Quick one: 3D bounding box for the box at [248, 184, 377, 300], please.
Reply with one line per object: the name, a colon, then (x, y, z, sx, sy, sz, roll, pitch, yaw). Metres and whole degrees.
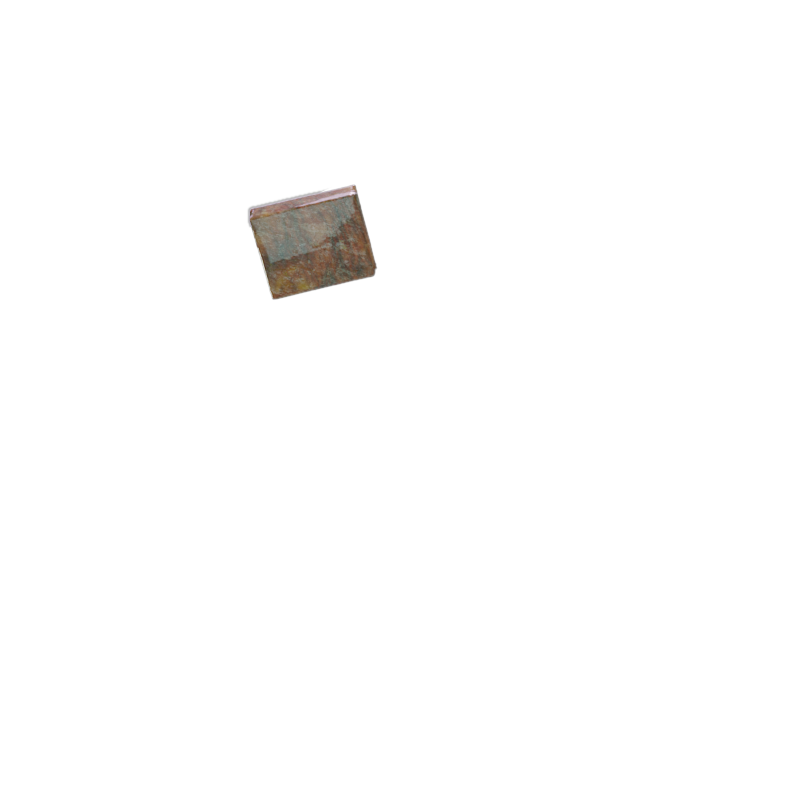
box: (-0.070, -0.127, 0.892, 0.089, 0.069, 0.032, -13, 23, 5)
